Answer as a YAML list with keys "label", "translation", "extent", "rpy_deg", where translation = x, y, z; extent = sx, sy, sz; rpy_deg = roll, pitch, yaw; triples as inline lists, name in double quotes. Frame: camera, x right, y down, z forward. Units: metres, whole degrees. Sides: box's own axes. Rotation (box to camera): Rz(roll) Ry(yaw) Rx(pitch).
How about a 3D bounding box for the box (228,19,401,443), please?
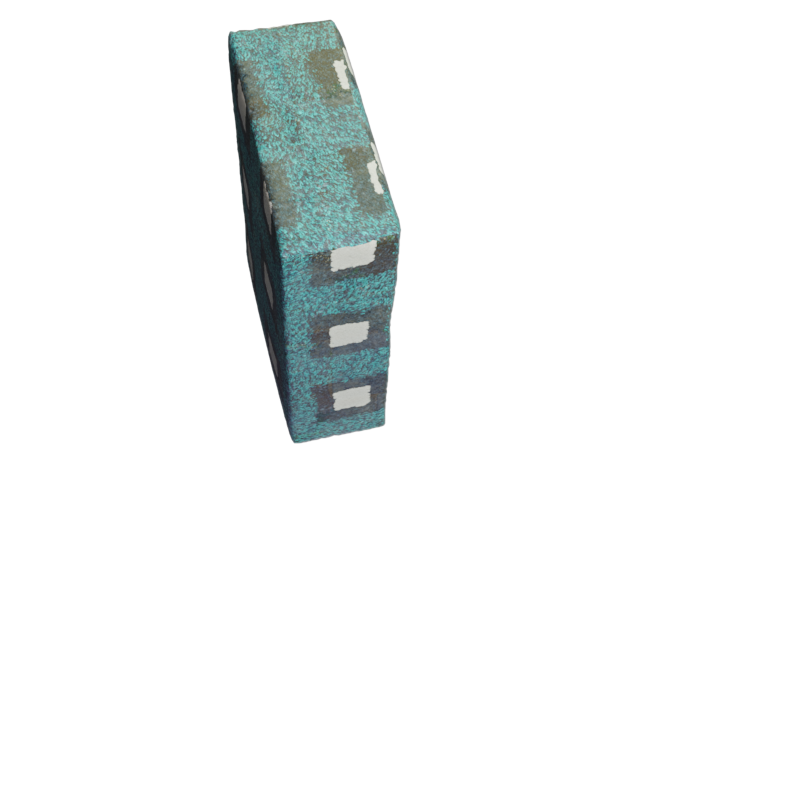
- label: "box"
  translation: [-0.053, -0.097, 0.676]
  extent: [0.071, 0.176, 0.200]
  rpy_deg: [-10, -31, -10]
